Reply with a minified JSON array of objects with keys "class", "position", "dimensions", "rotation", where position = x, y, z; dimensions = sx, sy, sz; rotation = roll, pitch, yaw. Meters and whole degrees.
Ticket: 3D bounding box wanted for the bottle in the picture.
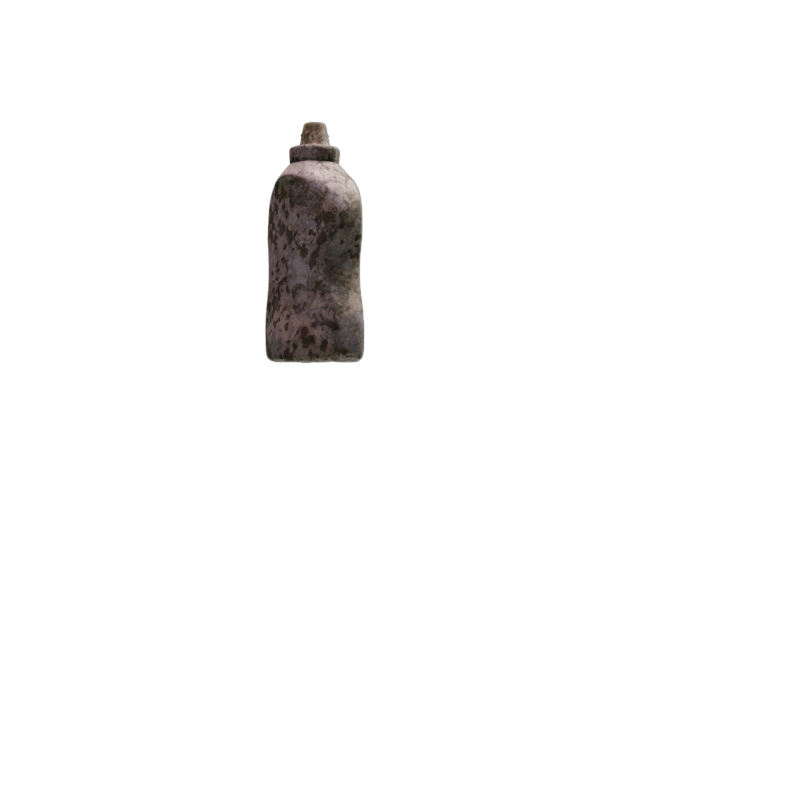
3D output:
[{"class":"bottle","position":[-0.069,-0.126,0.885],"dimensions":[0.056,0.194,0.099],"rotation":[3,-5,-36]}]
